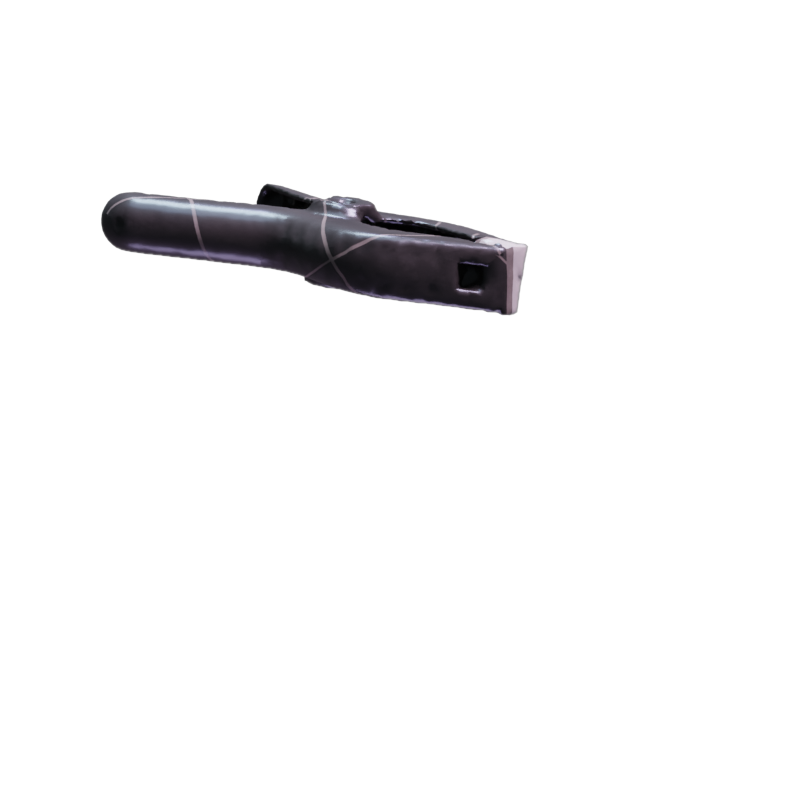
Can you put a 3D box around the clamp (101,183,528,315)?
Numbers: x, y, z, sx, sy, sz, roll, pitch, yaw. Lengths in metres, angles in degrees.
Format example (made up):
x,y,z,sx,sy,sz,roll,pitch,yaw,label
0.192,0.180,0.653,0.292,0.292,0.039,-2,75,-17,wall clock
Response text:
x,y,z,sx,sy,sz,roll,pitch,yaw,label
-0.036,-0.065,0.456,0.181,0.038,0.118,16,25,39,clamp
